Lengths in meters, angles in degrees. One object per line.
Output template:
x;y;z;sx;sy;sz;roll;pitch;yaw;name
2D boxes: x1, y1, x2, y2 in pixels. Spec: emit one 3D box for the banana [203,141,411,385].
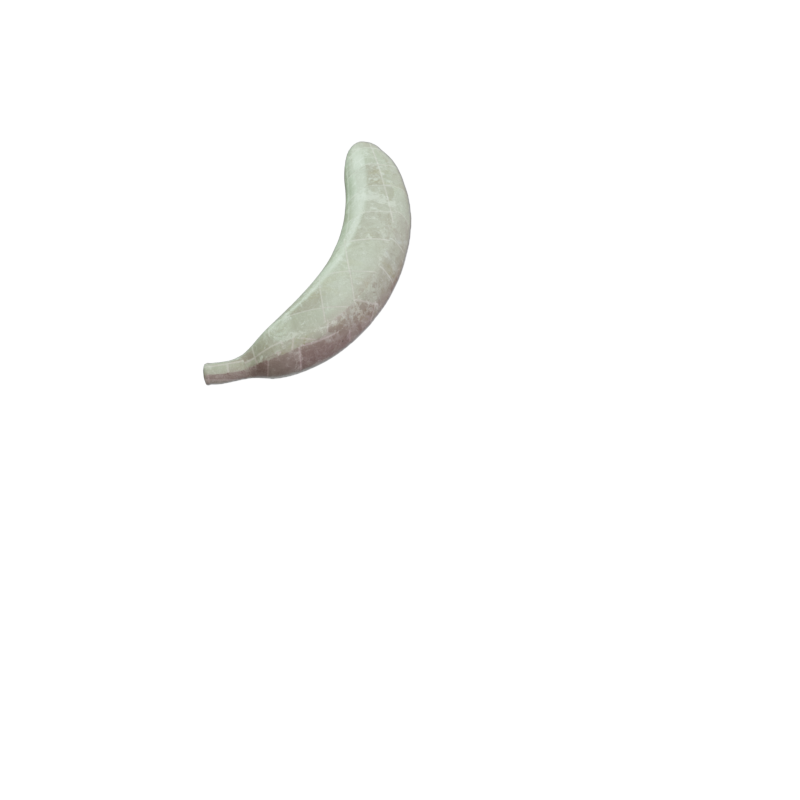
-0.031;-0.077;0.594;0.072;0.034;0.206;16;49;14;banana
